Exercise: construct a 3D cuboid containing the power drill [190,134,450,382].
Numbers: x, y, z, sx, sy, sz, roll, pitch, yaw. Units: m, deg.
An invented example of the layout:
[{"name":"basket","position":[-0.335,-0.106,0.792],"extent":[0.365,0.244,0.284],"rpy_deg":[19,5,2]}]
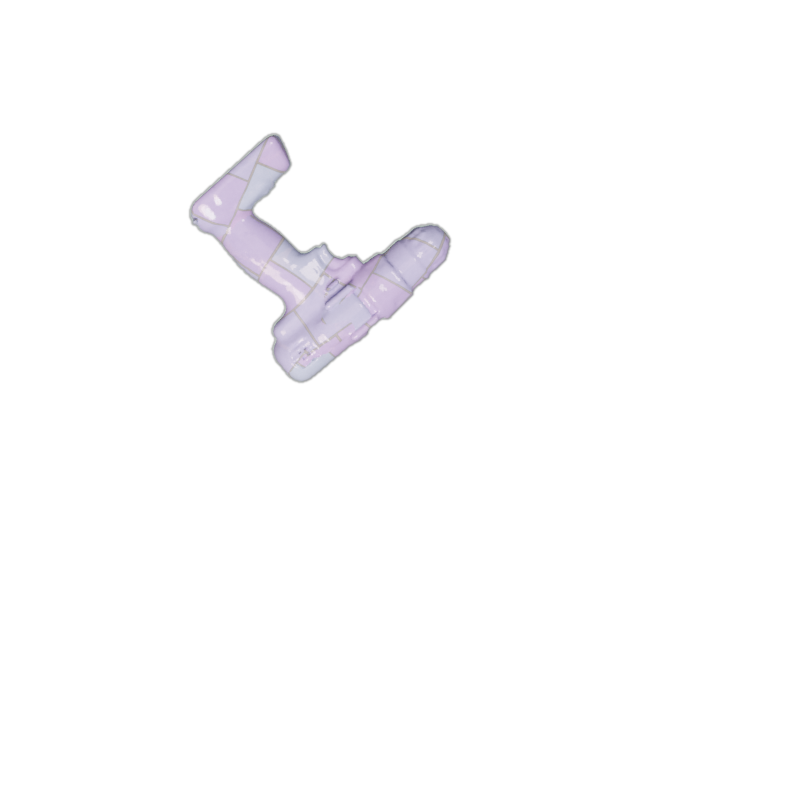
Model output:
[{"name":"power drill","position":[-0.075,-0.137,0.962],"extent":[0.184,0.189,0.057],"rpy_deg":[-41,-1,-2]}]
